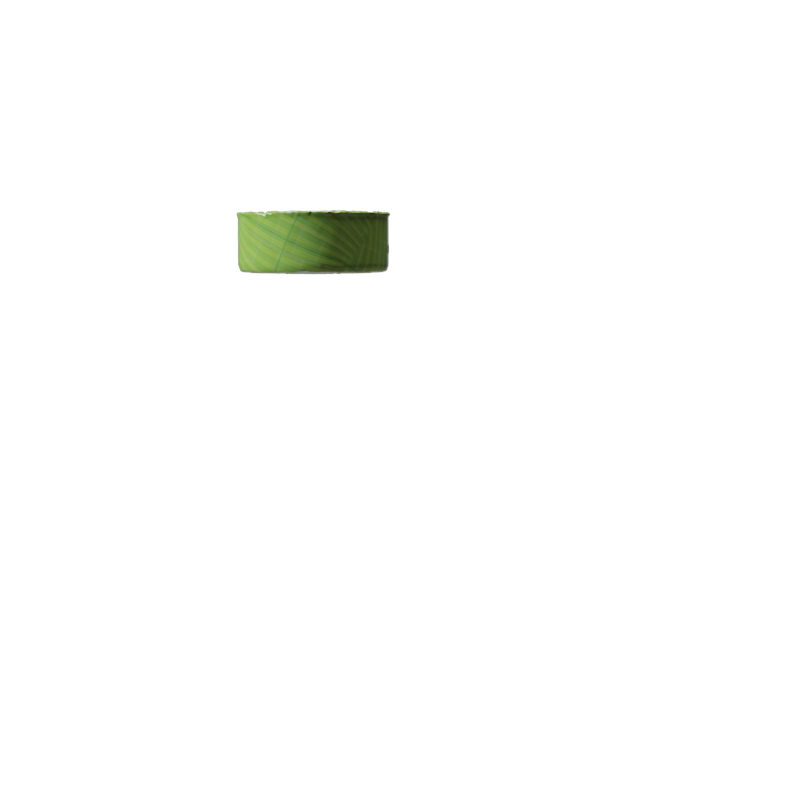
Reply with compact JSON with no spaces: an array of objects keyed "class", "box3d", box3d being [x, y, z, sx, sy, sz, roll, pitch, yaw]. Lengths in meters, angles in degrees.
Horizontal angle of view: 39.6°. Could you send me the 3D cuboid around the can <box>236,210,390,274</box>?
[{"class":"can","box3d":[-0.049,-0.089,0.620,0.086,0.033,0.087,0,7,-2]}]
